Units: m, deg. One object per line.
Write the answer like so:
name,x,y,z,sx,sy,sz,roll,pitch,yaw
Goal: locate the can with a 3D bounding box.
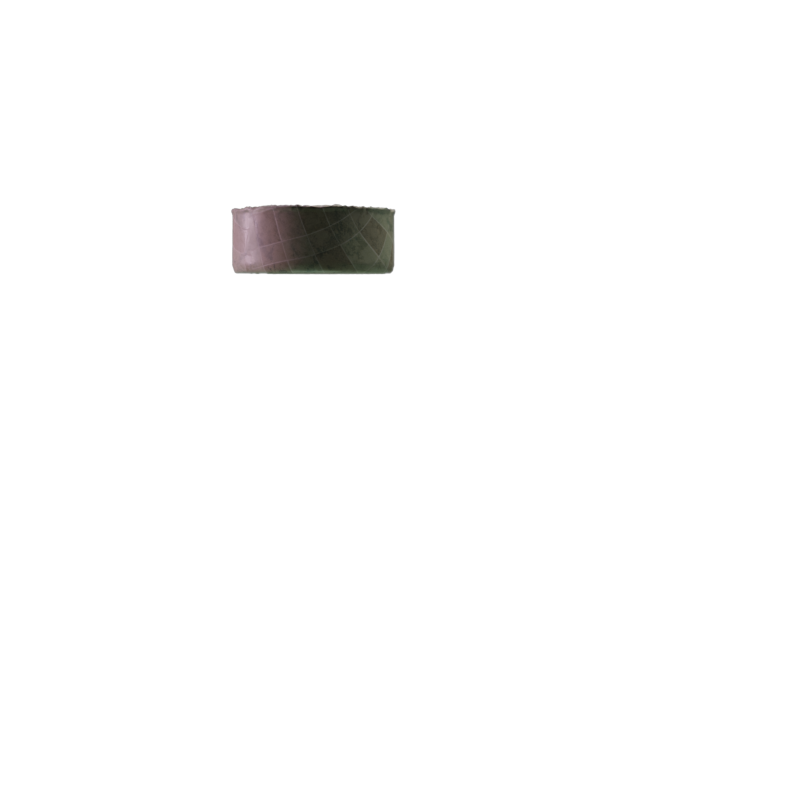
can,-0.045,-0.082,0.577,0.086,0.033,0.086,0,5,-2
